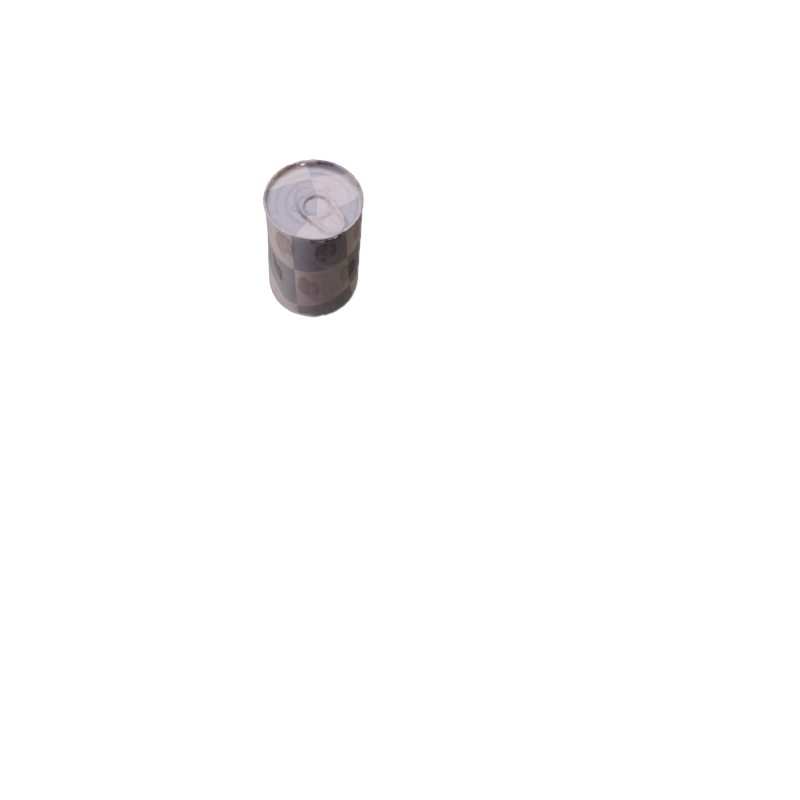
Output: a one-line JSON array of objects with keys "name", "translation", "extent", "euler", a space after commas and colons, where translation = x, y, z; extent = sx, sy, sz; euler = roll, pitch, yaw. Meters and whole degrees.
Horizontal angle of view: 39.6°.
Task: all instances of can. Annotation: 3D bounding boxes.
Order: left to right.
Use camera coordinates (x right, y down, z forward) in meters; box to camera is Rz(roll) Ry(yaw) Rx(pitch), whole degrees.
[{"name": "can", "translation": [-0.062, -0.112, 0.787], "extent": [0.068, 0.073, 0.096], "euler": [0, -31, -3]}]
